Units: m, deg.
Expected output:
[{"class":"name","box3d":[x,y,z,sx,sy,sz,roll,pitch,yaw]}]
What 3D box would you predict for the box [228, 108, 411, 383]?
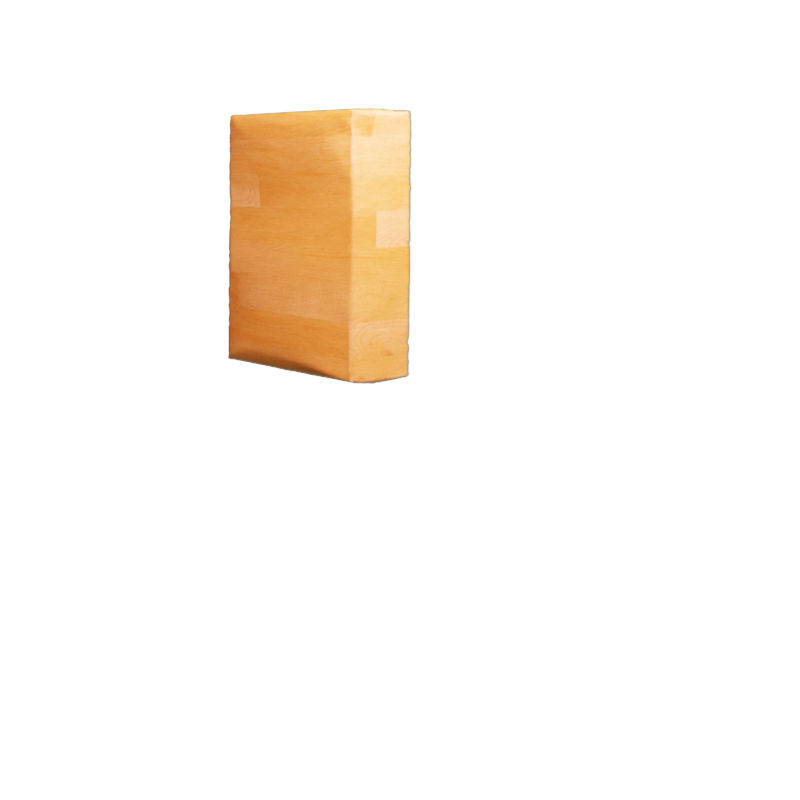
[{"class":"box","box3d":[-0.072,-0.130,0.914,0.069,0.211,0.172,-4,8,-42]}]
